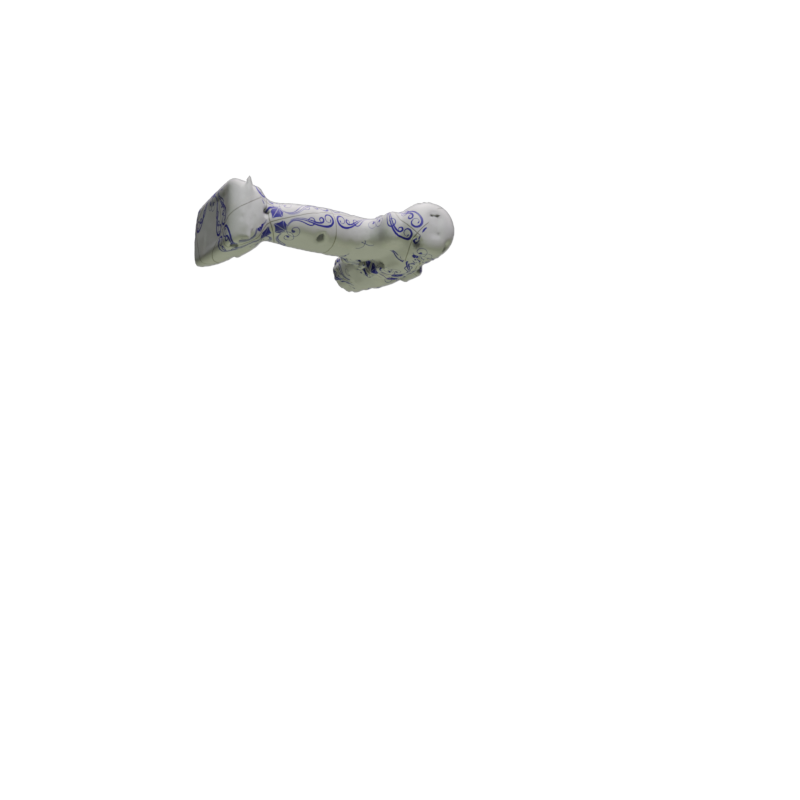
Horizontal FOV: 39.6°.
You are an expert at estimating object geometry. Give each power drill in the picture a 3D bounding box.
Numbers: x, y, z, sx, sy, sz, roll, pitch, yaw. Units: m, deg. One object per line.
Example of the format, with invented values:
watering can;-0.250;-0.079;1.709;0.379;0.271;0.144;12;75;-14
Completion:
power drill;-0.072;-0.132;0.925;0.182;0.059;0.184;4;-10;-23
